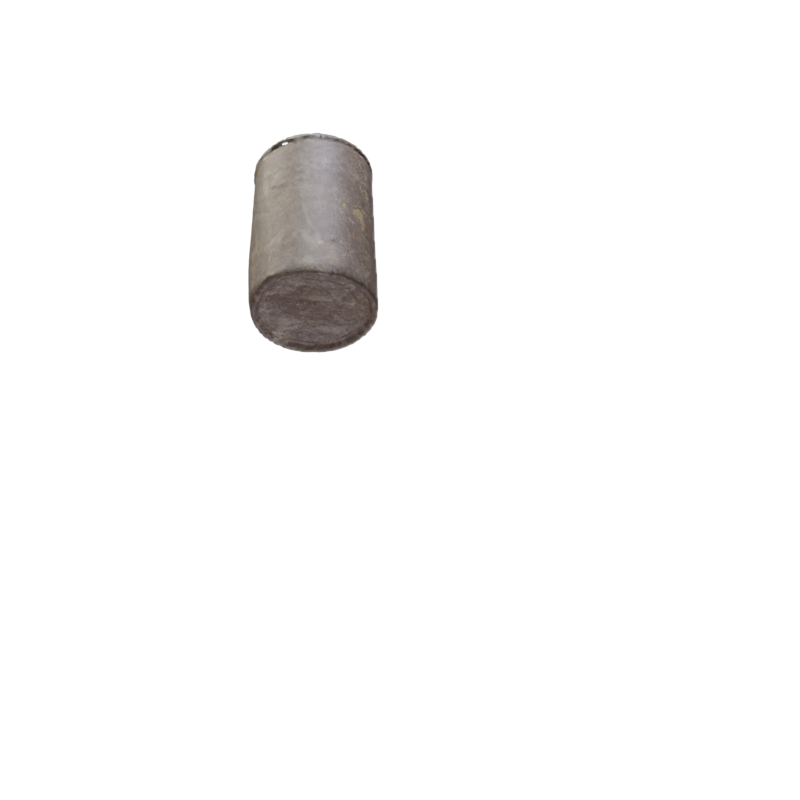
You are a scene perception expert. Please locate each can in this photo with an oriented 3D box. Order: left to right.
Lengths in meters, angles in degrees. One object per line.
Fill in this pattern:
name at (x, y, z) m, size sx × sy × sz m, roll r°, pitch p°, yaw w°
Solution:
can at (-0.047, -0.086, 0.600) m, size 0.068 × 0.110 × 0.064 m, roll -1°, pitch -39°, yaw -3°
